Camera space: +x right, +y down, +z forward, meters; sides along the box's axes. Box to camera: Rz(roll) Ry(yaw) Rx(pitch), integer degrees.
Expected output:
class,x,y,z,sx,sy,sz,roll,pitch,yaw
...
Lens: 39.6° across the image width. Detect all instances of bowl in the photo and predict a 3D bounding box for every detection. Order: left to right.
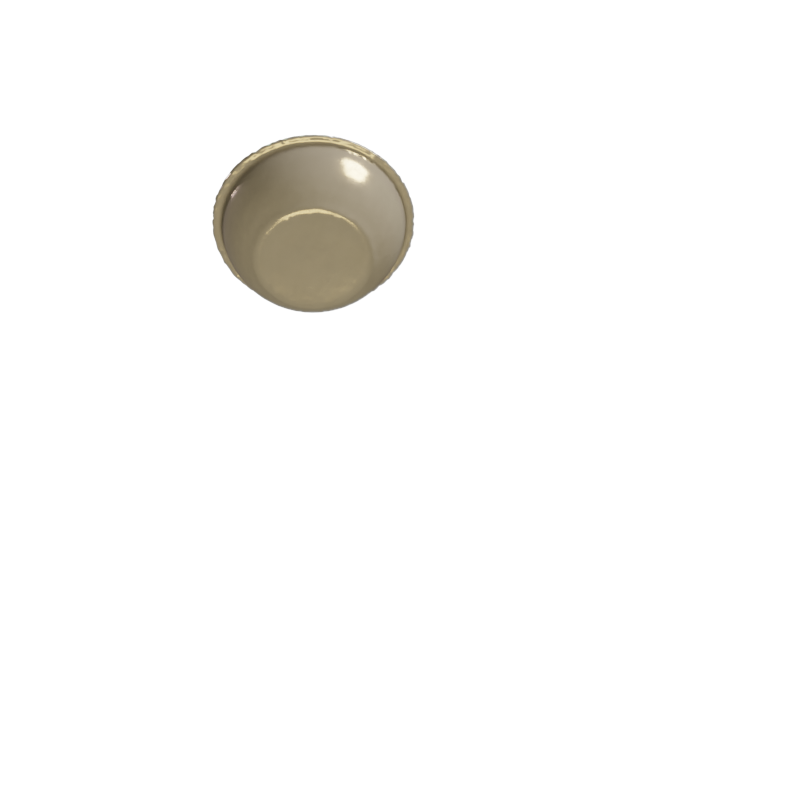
class,x,y,z,sx,sy,sz,roll,pitch,yaw
bowl,-0.068,-0.124,0.867,0.162,0.152,0.059,1,35,-1
